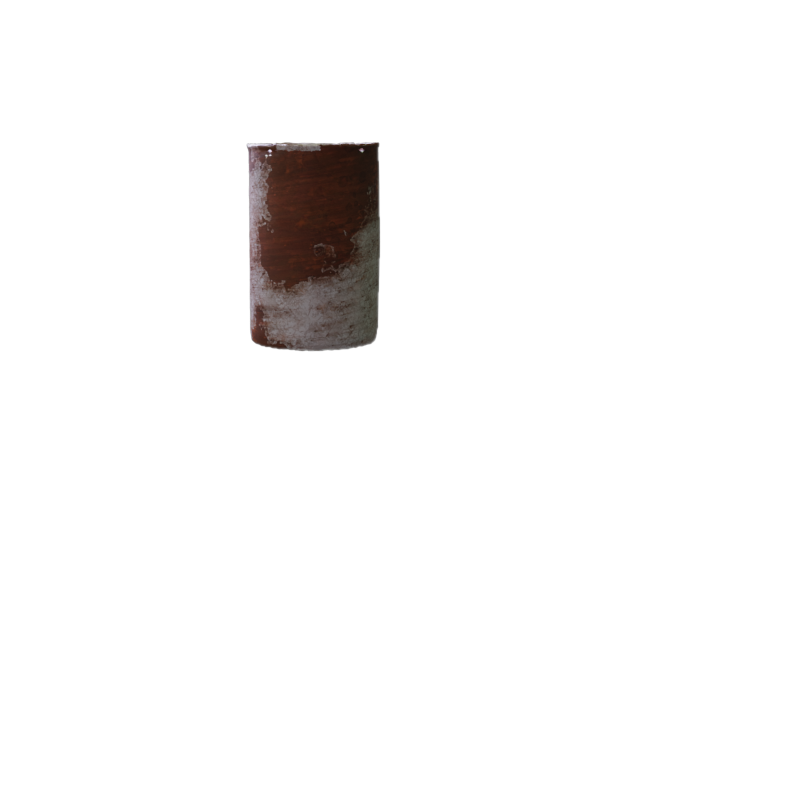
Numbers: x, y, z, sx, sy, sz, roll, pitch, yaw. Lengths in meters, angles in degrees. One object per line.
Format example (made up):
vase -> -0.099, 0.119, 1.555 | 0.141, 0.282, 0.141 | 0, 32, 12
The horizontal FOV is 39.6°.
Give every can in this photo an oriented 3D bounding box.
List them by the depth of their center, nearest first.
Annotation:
can -> -0.045, -0.082, 0.571 | 0.068, 0.101, 0.070 | 0, 8, -2
